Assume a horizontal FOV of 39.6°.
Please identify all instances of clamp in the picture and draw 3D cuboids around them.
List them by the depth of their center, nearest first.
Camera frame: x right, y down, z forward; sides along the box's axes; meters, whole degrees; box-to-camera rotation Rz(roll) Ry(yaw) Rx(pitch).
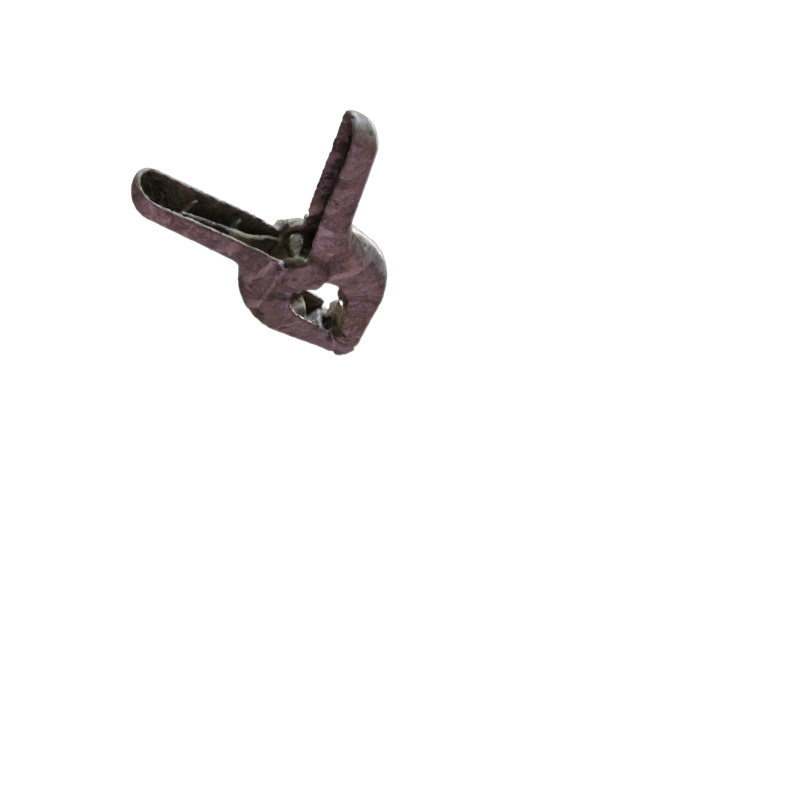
[{"bbox_3d":[-0.044,-0.081,0.568,0.122,0.042,0.158,-13,-31,21],"label":"clamp"}]
